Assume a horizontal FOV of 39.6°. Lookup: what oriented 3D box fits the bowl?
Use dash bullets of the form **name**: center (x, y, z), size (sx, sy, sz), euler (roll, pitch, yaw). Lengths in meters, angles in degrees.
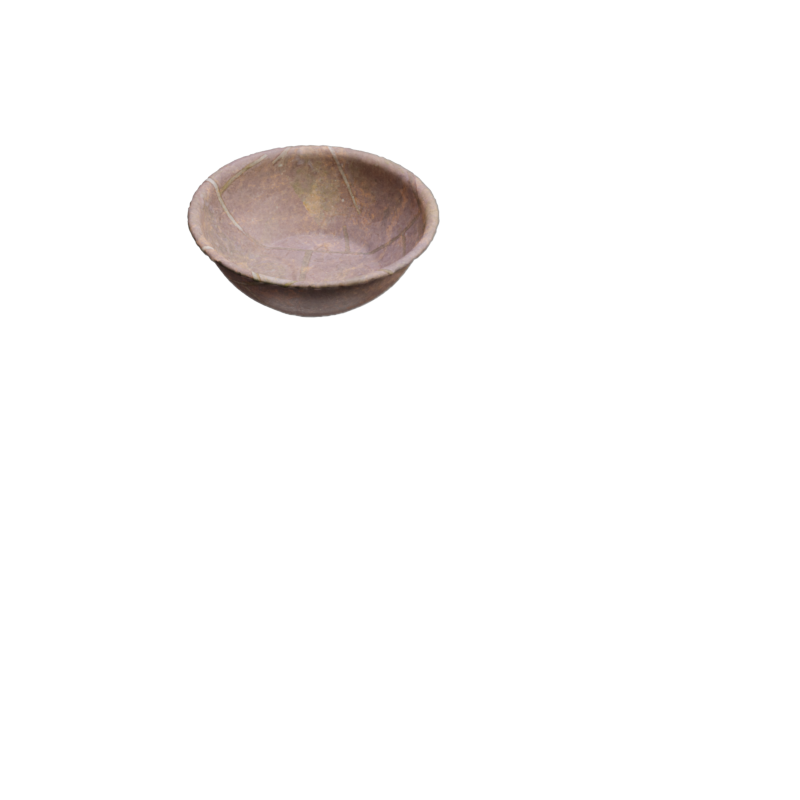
- **bowl**: center (-0.057, -0.104, 0.727), size (0.162, 0.051, 0.174), euler (-1, 41, -2)
